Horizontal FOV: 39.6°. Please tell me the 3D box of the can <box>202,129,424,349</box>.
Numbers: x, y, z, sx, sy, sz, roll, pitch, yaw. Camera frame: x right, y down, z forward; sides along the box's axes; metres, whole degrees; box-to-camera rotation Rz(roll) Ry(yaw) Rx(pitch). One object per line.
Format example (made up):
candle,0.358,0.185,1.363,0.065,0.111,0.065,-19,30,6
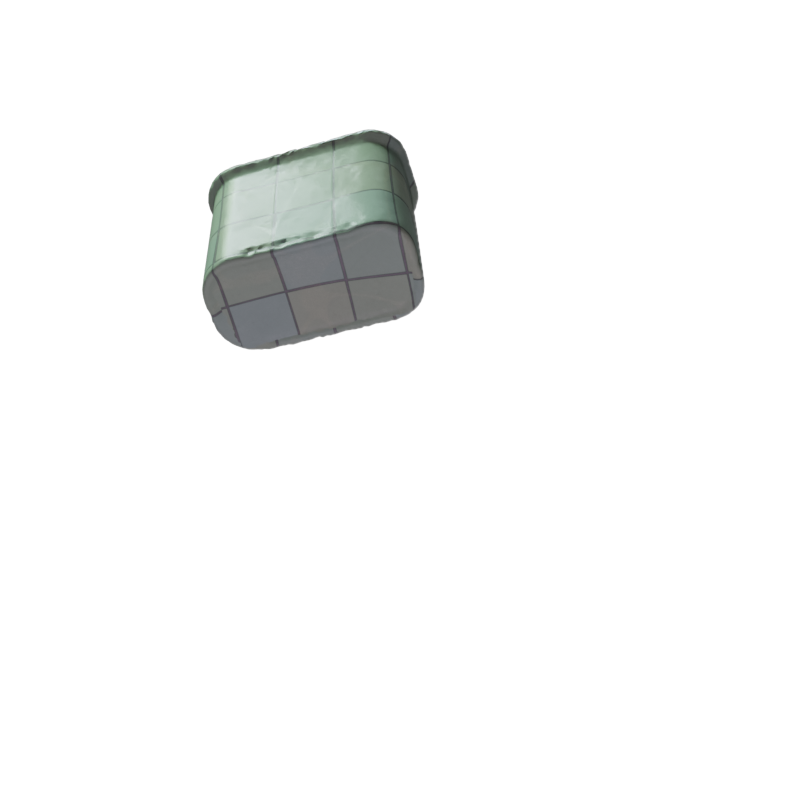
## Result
can,-0.041,-0.074,0.518,0.102,0.053,0.090,-14,37,8
